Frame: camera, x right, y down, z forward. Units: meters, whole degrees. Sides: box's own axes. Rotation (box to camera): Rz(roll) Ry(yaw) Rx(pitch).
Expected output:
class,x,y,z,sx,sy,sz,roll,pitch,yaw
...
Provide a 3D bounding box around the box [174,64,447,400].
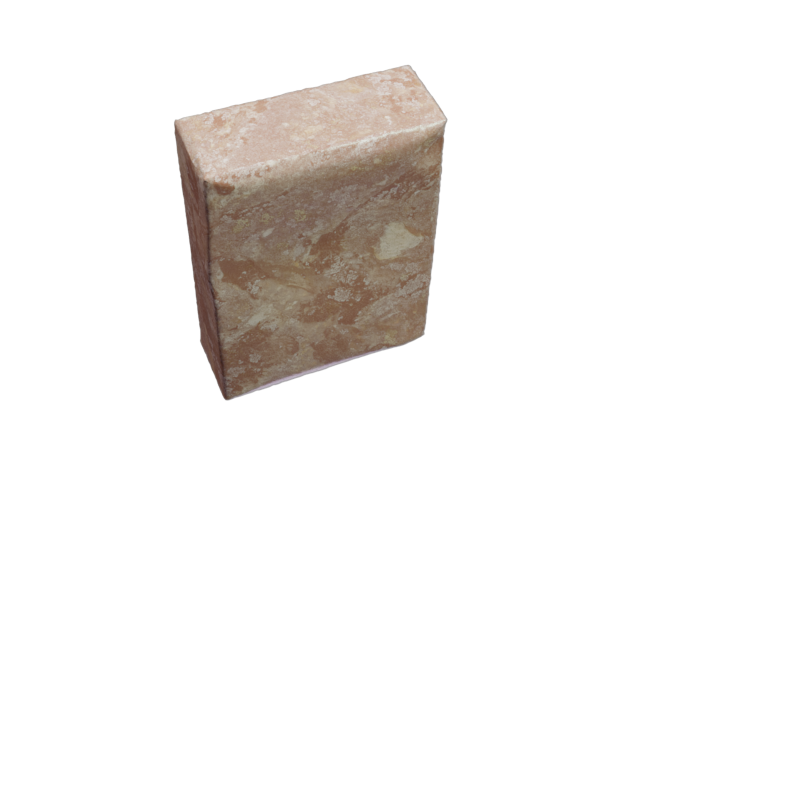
class,x,y,z,sx,sy,sz,roll,pitch,yaw
box,-0.060,-0.109,0.761,0.162,0.078,0.199,-17,-37,-17
